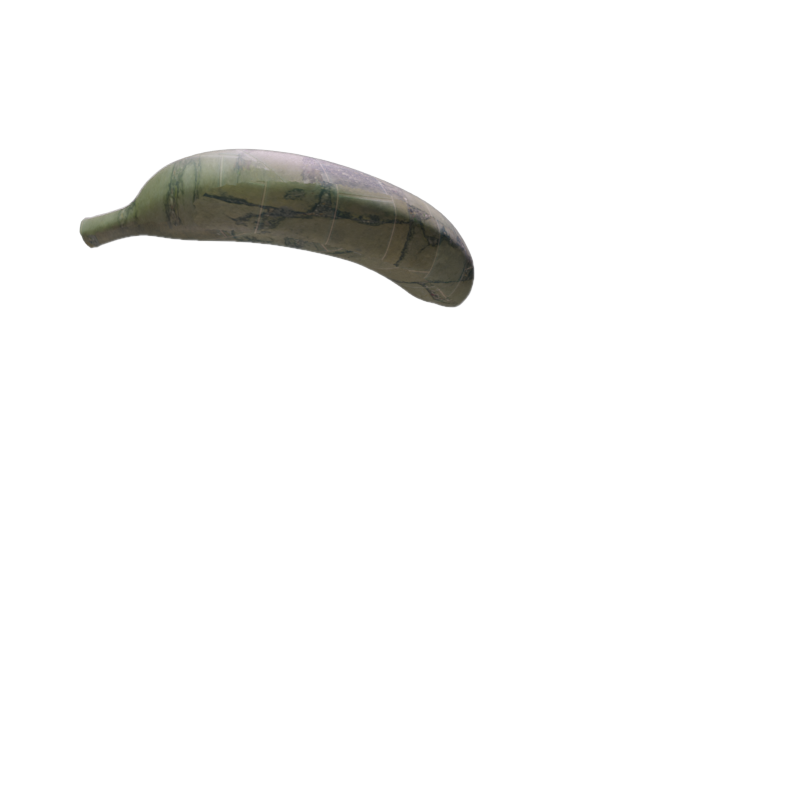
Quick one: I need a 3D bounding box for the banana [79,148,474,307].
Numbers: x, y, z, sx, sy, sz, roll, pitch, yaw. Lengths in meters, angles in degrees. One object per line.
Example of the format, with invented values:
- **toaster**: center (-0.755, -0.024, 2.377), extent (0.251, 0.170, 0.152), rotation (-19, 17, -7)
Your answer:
- **banana**: center (-0.028, -0.071, 0.461), extent (0.188, 0.038, 0.070), rotation (8, -15, -36)
